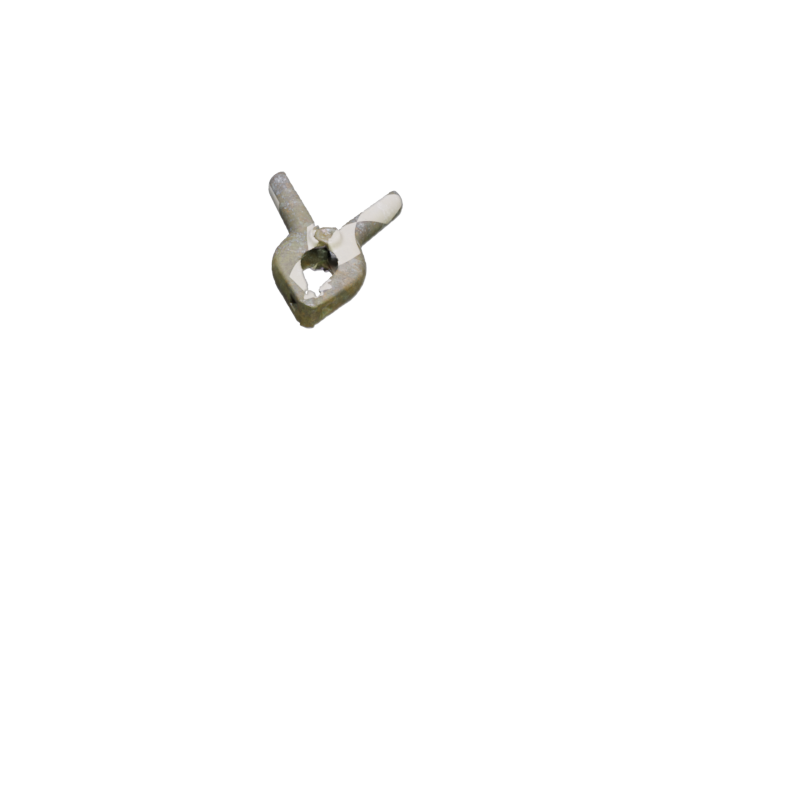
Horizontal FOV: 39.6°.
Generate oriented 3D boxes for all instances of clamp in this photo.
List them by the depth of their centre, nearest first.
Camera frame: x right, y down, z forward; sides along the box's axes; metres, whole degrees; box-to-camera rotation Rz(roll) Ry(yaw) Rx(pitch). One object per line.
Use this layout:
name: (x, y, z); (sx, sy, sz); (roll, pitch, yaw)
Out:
clamp: (-0.074, -0.135, 0.946); (0.123, 0.036, 0.180); (11, 45, 11)
